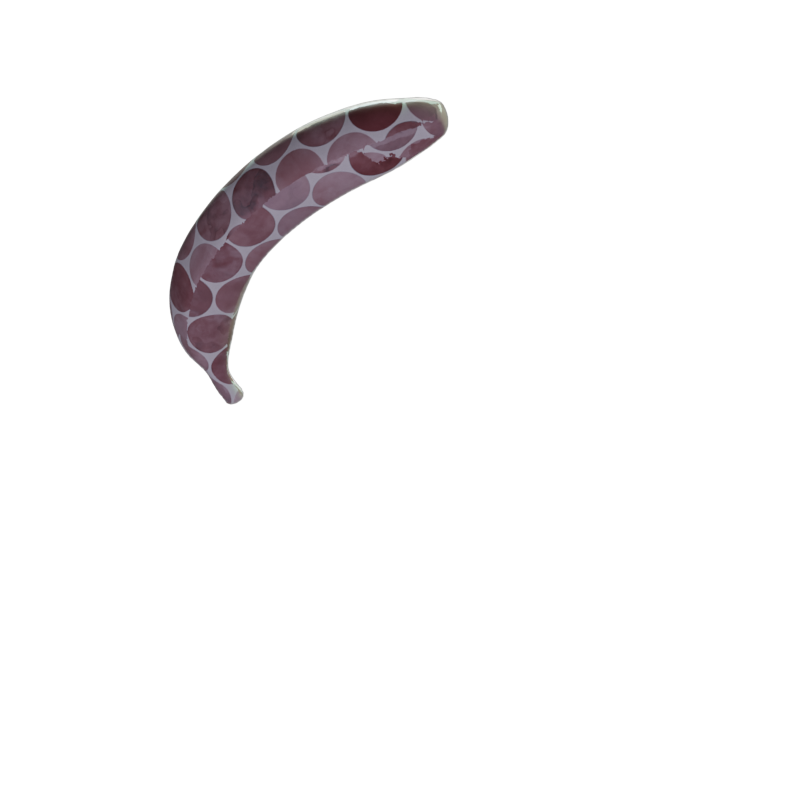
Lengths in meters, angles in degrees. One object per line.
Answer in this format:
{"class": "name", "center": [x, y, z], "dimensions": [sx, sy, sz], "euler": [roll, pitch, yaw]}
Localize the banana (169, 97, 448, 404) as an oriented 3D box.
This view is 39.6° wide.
{"class": "banana", "center": [-0.059, -0.081, 0.528], "dimensions": [0.067, 0.192, 0.039], "euler": [28, 34, -22]}
